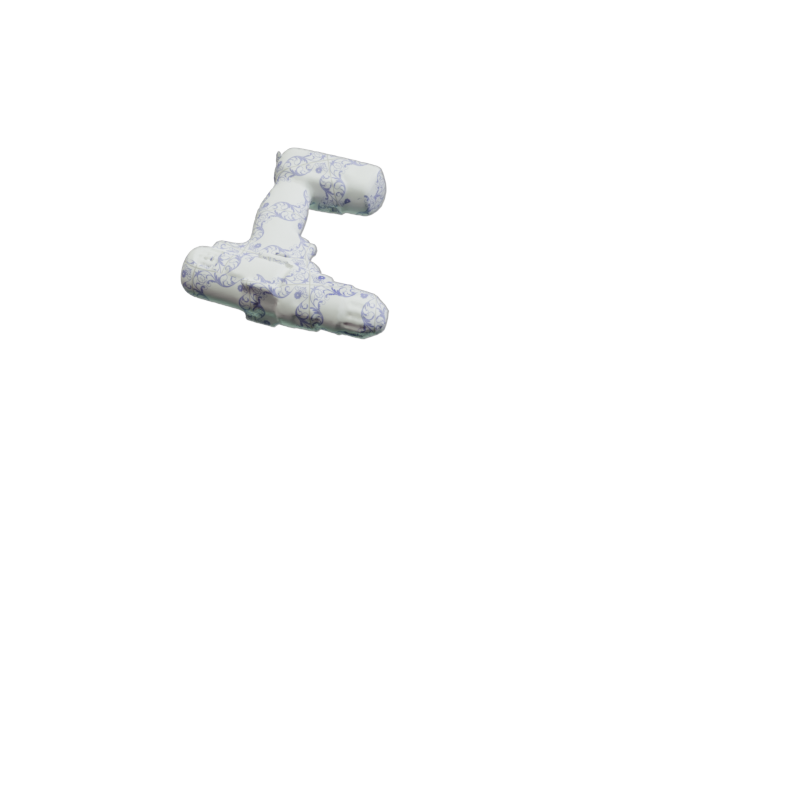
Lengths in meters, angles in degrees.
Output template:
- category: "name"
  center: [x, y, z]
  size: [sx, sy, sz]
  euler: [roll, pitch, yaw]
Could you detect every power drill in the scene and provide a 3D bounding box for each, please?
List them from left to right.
- category: "power drill"
  center: [-0.077, -0.140, 0.979]
  size: [0.190, 0.053, 0.196]
  euler: [15, 48, 14]
